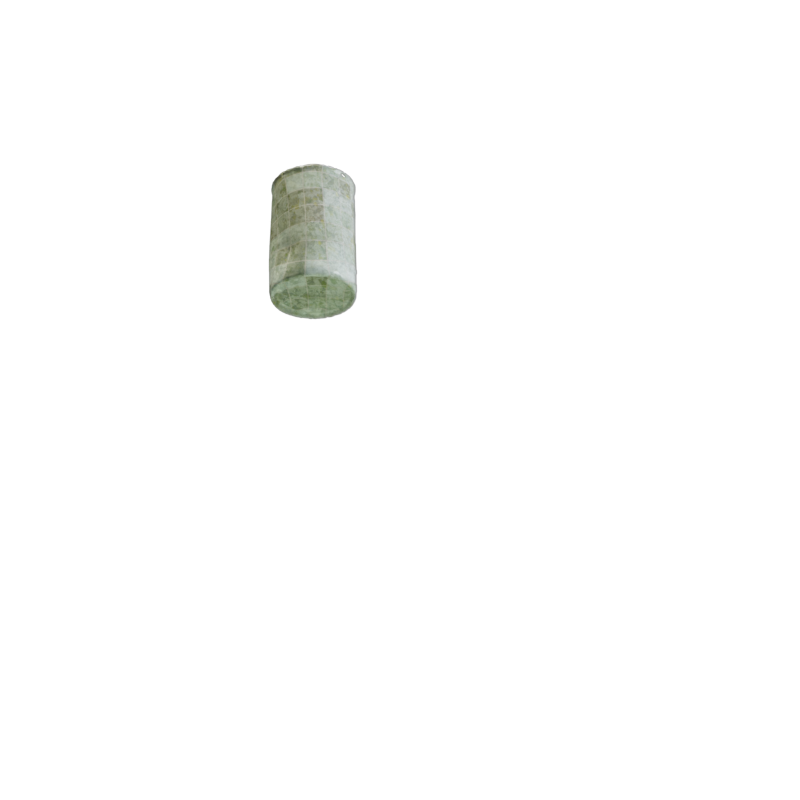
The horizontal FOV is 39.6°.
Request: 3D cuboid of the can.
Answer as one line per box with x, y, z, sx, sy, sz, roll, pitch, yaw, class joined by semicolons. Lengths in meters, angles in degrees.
-0.067;-0.123;0.861;0.068;0.109;0.064;-1;-31;-2;can
